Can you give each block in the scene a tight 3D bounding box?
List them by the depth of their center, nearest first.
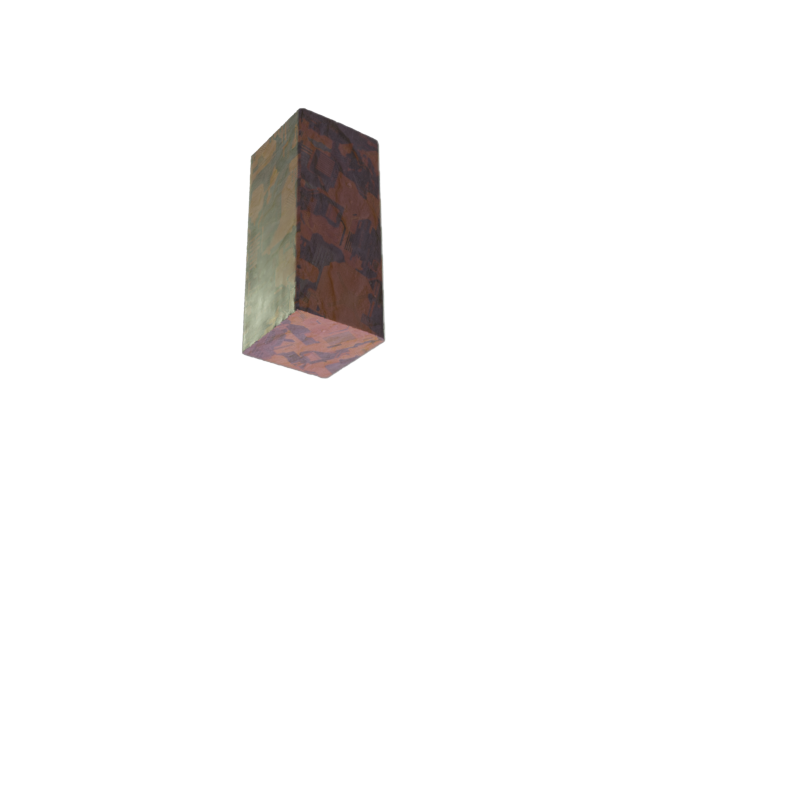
[{"bbox_3d":[-0.075,-0.138,0.968,0.085,0.220,0.090,19,-36,-32],"label":"block"}]
